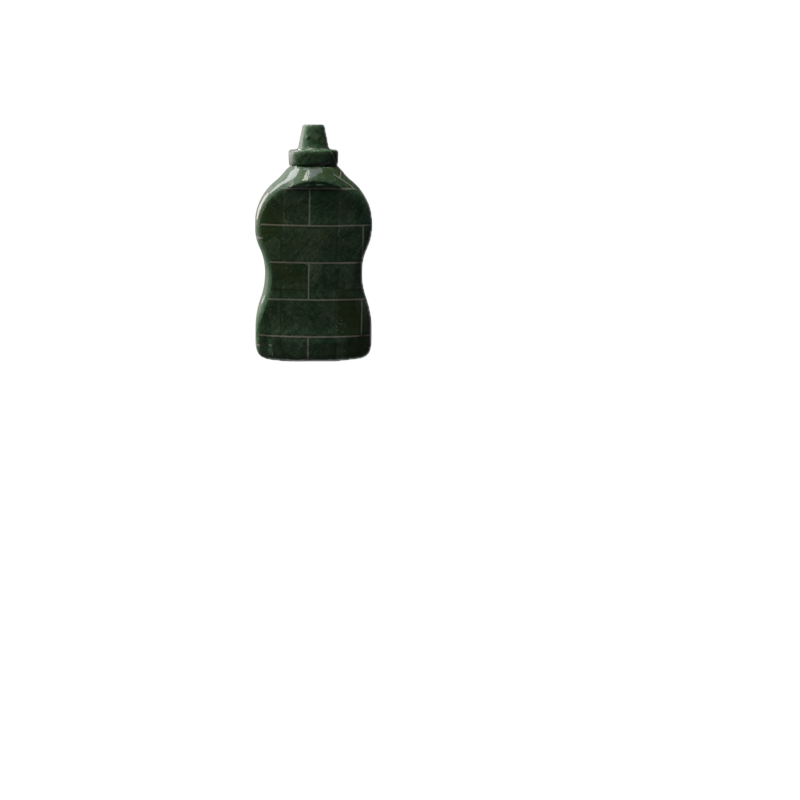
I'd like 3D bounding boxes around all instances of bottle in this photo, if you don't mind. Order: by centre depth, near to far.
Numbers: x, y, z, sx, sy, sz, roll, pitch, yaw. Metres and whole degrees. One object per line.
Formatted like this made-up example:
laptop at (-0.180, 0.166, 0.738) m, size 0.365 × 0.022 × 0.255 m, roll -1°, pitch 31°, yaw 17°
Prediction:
bottle at (-0.071, -0.130, 0.913) m, size 0.096 × 0.188 × 0.060 m, roll 0°, pitch 7°, yaw -2°
